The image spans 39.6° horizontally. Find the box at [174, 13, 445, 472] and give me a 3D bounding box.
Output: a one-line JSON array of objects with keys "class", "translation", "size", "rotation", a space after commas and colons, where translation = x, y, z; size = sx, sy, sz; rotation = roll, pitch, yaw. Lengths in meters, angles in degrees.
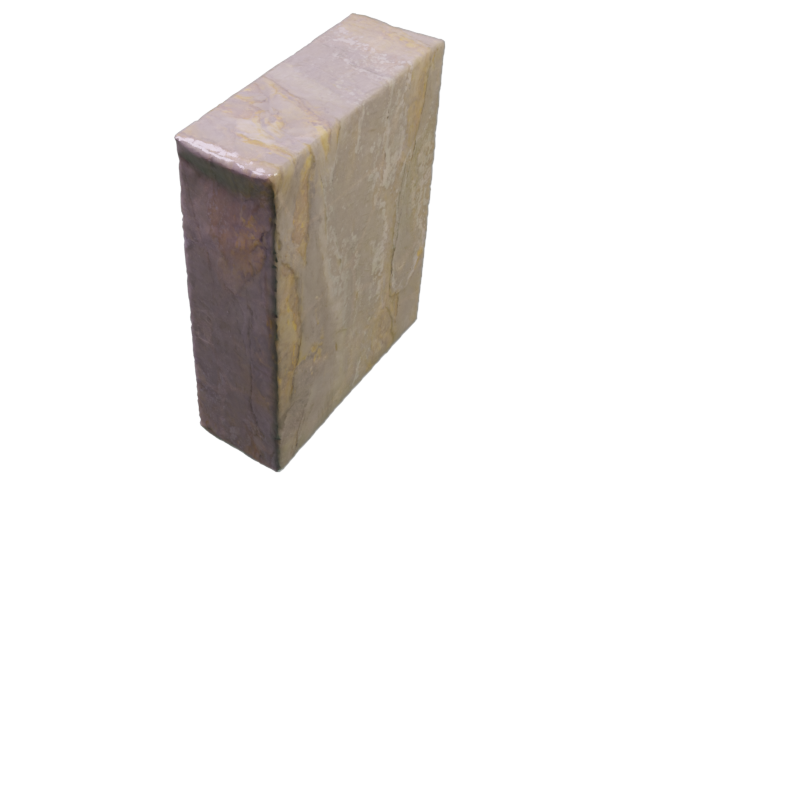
[{"class": "box", "translation": [-0.050, -0.092, 0.642], "size": [0.075, 0.199, 0.168], "rotation": [24, 47, 21]}]
